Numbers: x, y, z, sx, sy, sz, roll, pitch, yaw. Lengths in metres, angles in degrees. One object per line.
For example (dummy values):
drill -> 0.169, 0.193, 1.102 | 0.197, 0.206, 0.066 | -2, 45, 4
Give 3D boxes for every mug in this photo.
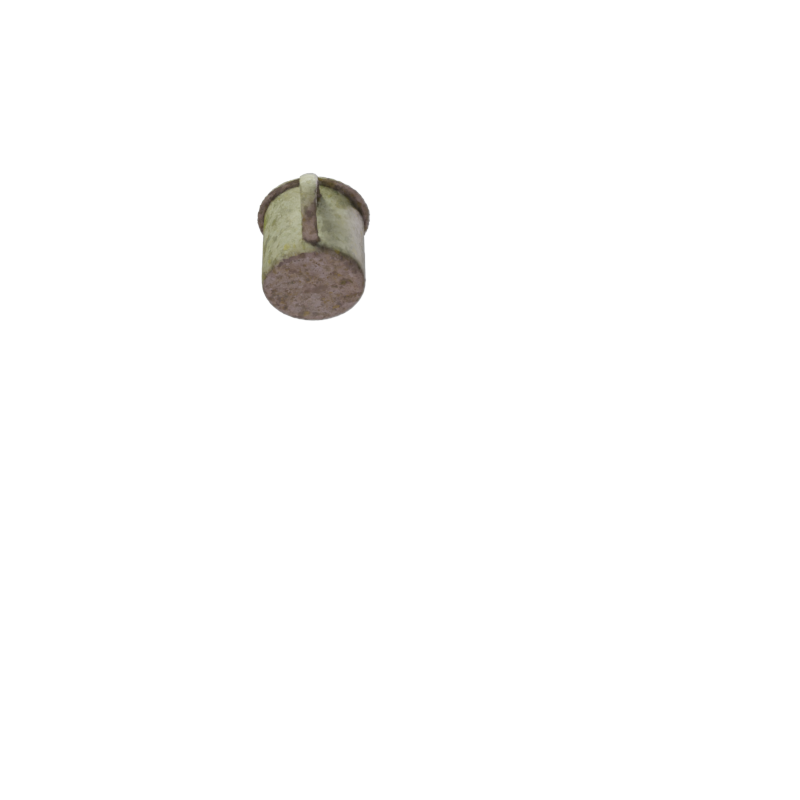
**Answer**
mug -> -0.069, -0.126, 0.880 | 0.093, 0.087, 0.109 | 0, -42, -2
